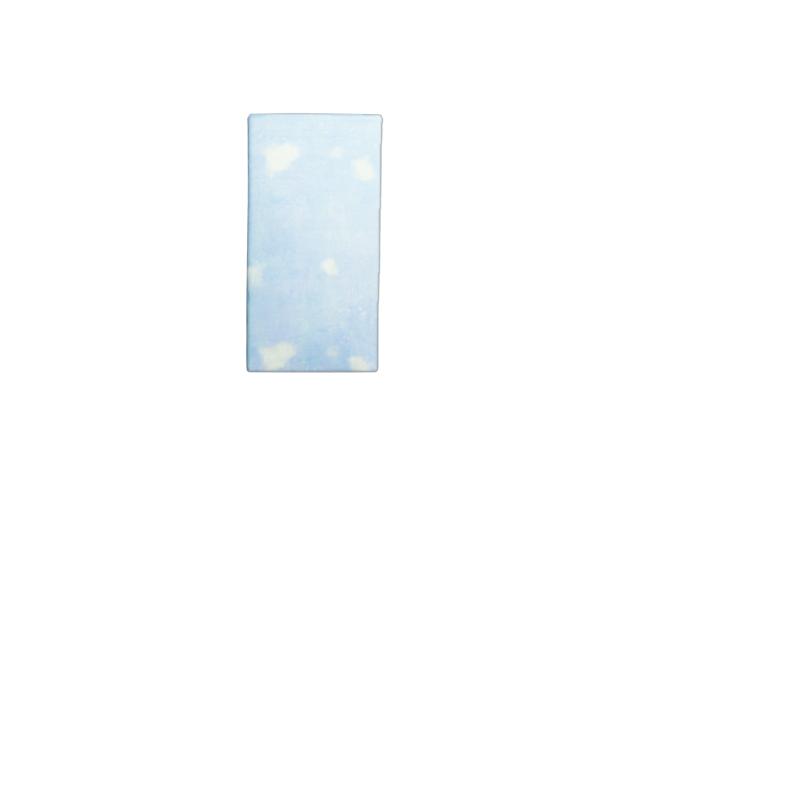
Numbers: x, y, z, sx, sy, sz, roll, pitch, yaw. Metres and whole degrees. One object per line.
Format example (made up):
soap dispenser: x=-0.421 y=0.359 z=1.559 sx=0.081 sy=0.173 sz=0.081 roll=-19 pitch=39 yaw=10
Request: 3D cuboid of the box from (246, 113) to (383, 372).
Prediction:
box: x=-0.060 y=-0.109 z=0.764 sx=0.093 sy=0.173 sz=0.049 roll=0 pitch=9 yaw=-4
